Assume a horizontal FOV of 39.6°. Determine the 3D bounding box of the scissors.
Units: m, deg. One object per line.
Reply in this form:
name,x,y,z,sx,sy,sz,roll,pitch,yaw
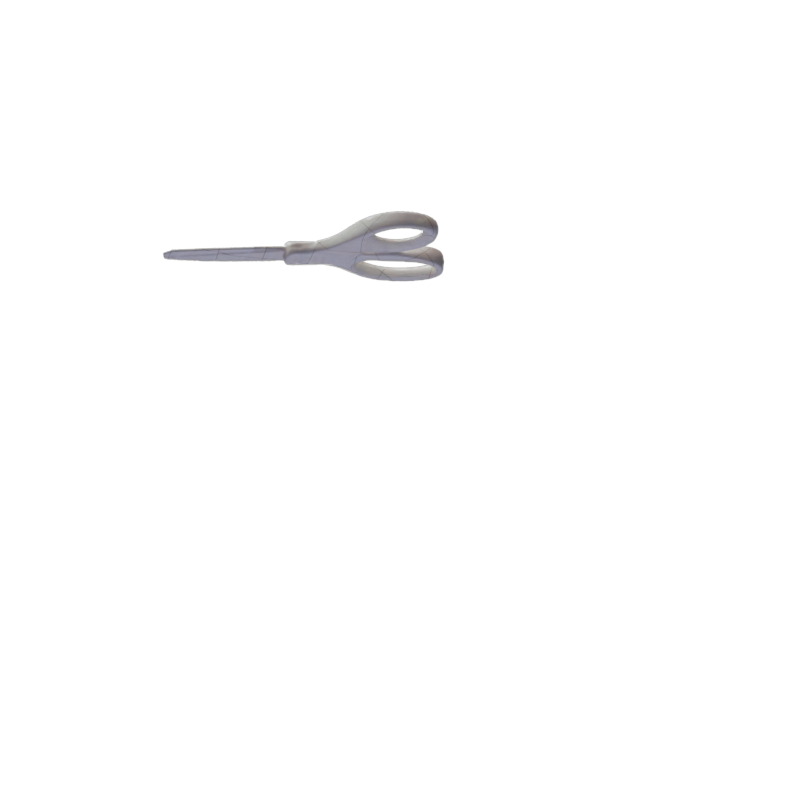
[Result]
scissors,-0.061,-0.112,0.781,0.198,0.017,0.093,5,-23,-12
